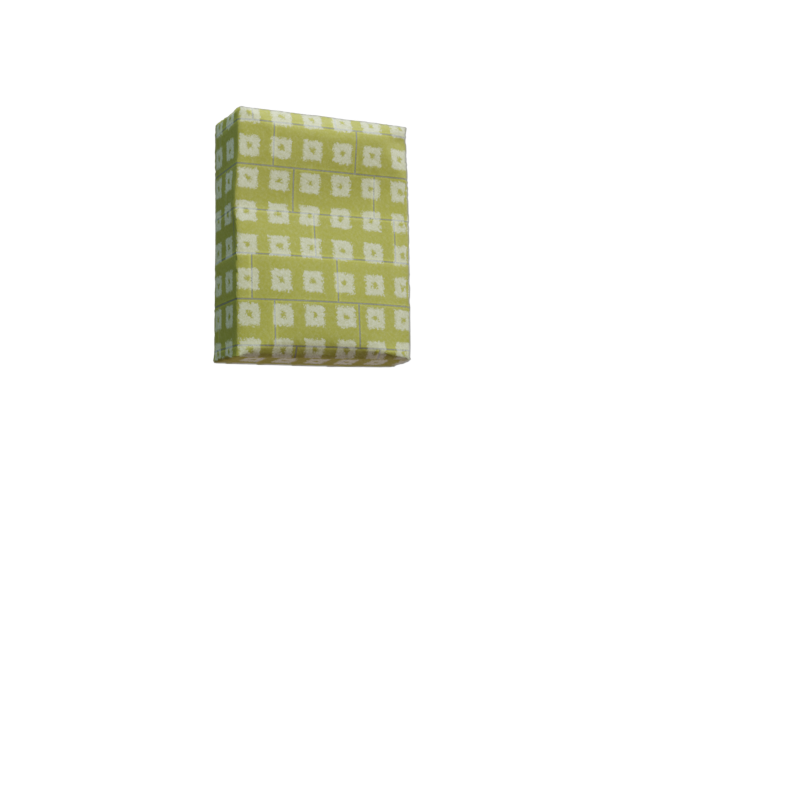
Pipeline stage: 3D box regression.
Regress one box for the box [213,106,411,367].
[{"bbox_3d":[-0.075,-0.138,0.963,0.159,0.219,0.072,3,-10,-24],"label":"box"}]
